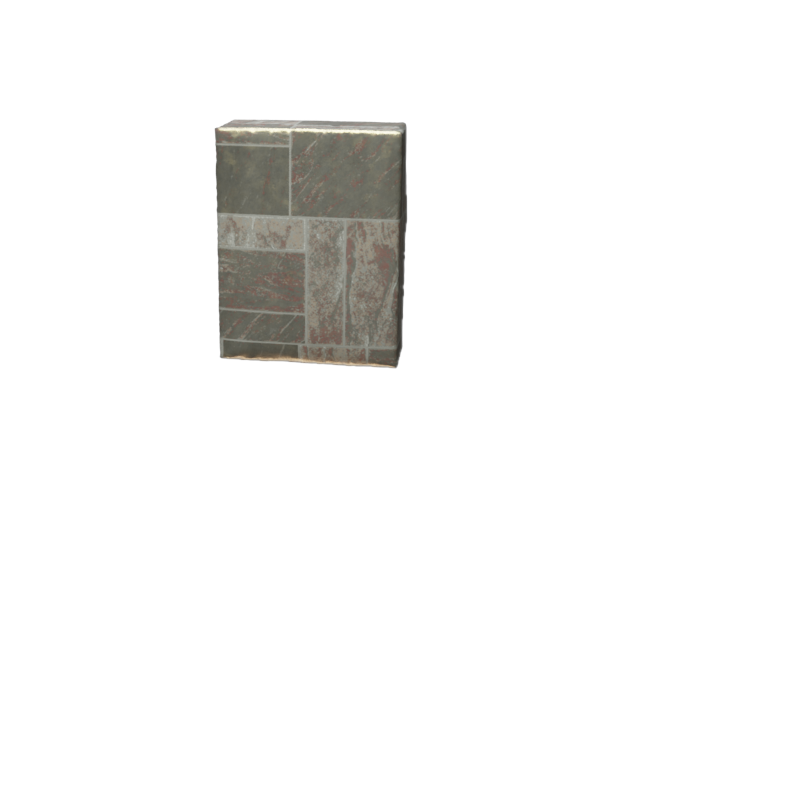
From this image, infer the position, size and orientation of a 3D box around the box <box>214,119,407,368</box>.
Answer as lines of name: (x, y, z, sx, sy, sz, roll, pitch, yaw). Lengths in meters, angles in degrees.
box: (-0.078, -0.142, 0.996, 0.166, 0.206, 0.073, 3, 15, 8)
